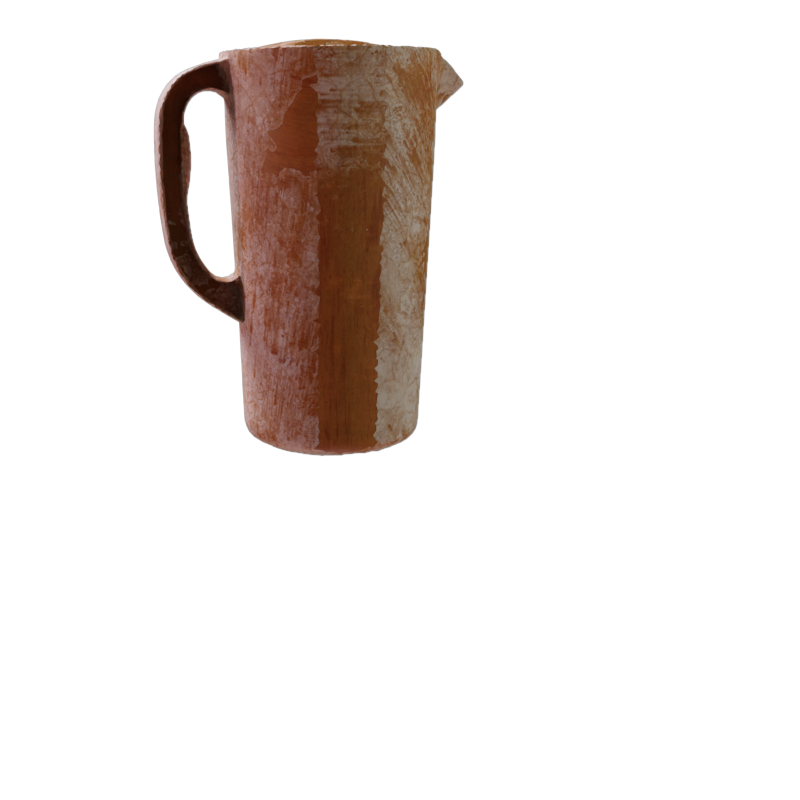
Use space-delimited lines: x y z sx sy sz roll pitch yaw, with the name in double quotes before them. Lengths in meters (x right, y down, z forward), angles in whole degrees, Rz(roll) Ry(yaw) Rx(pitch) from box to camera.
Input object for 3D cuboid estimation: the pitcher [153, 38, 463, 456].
"pitcher" -0.053 -0.096 0.674 0.155 0.239 0.142 5 9 27
